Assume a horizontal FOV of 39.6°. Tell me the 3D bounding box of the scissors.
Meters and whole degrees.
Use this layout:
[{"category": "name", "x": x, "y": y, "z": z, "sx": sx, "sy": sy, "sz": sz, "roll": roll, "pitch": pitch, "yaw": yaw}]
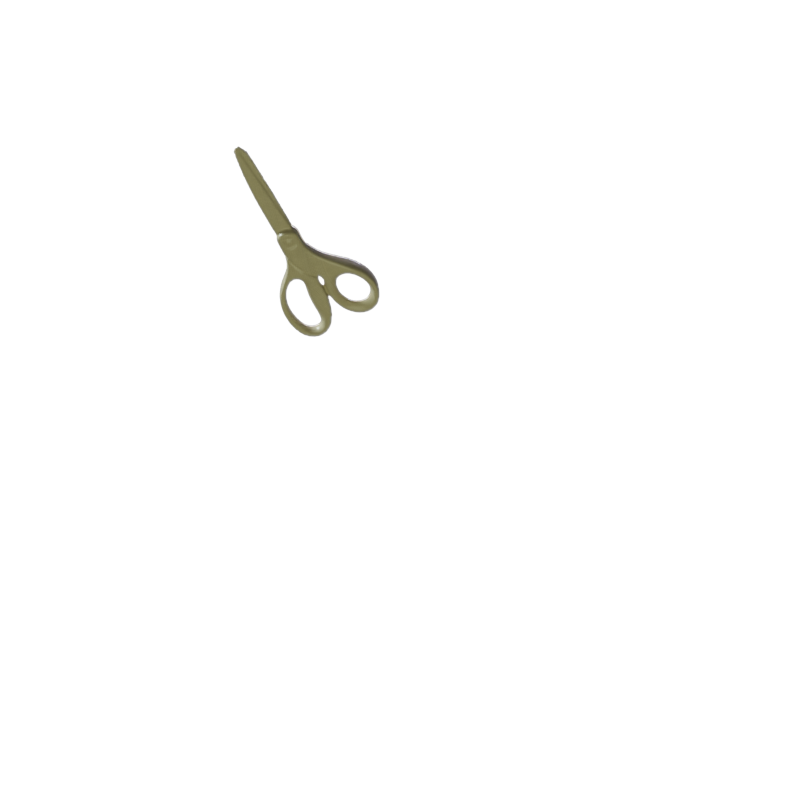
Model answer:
[{"category": "scissors", "x": -0.073, "y": -0.133, "z": 0.929, "sx": 0.097, "sy": 0.187, "sz": 0.017, "roll": -5, "pitch": 40, "yaw": 4}]
